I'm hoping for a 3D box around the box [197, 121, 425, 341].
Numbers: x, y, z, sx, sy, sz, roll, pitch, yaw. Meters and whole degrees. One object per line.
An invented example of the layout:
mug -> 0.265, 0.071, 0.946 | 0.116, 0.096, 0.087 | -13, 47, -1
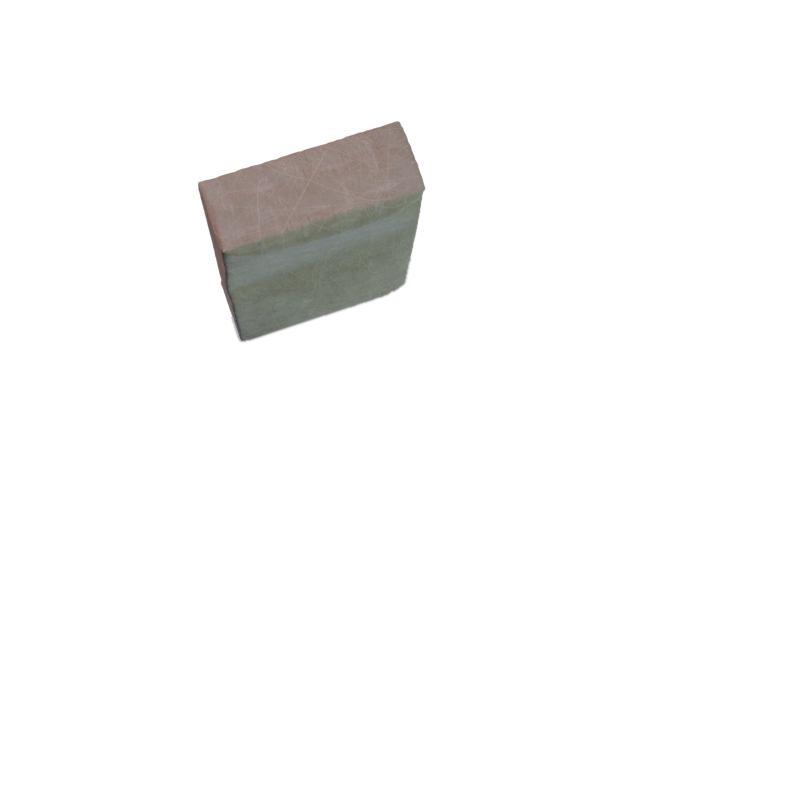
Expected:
box -> -0.072, -0.132, 0.923 | 0.163, 0.075, 0.205 | -19, -13, -8
